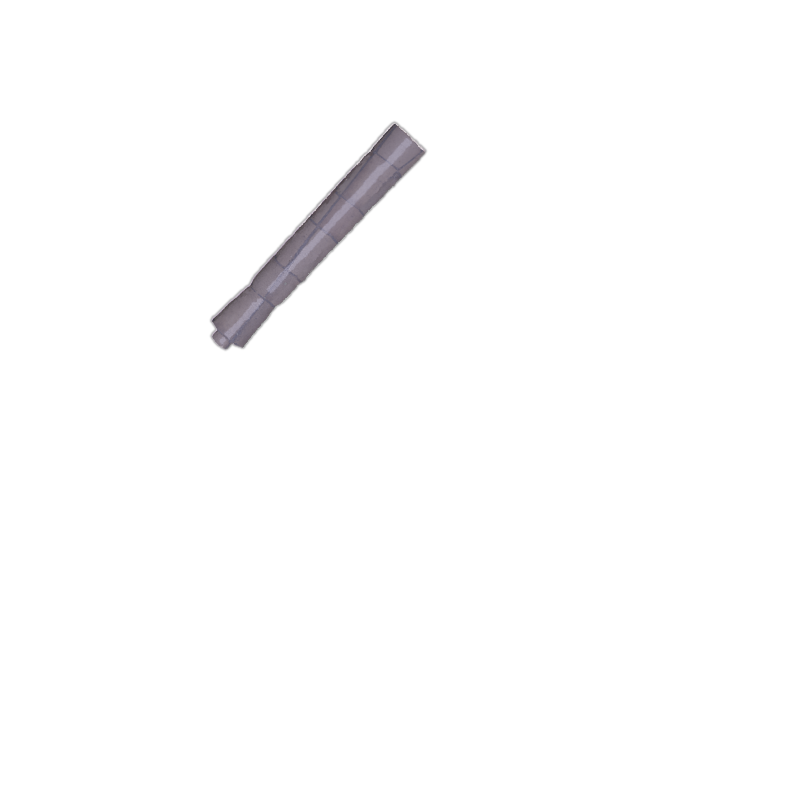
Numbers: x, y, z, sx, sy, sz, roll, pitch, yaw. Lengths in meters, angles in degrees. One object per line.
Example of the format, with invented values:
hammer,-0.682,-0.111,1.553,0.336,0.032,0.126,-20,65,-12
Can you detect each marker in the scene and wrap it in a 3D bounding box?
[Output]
marker,-0.037,-0.067,0.471,0.019,0.120,0.020,42,8,-12
